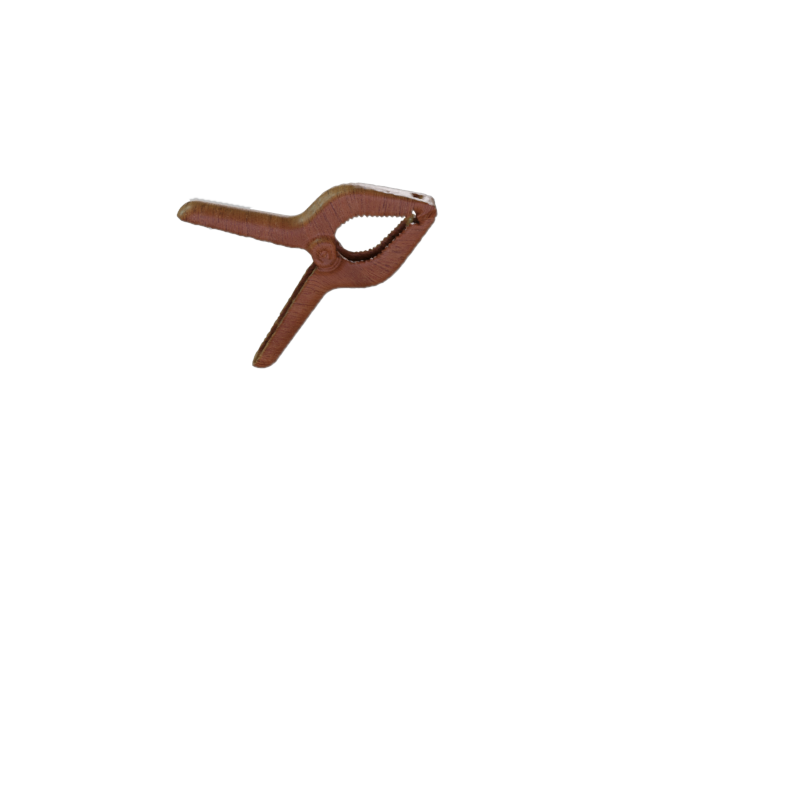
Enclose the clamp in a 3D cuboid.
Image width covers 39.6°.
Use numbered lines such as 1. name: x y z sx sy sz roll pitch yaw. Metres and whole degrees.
1. clamp: -0.073 -0.133 0.934 0.210 0.156 0.038 -27 22 11
